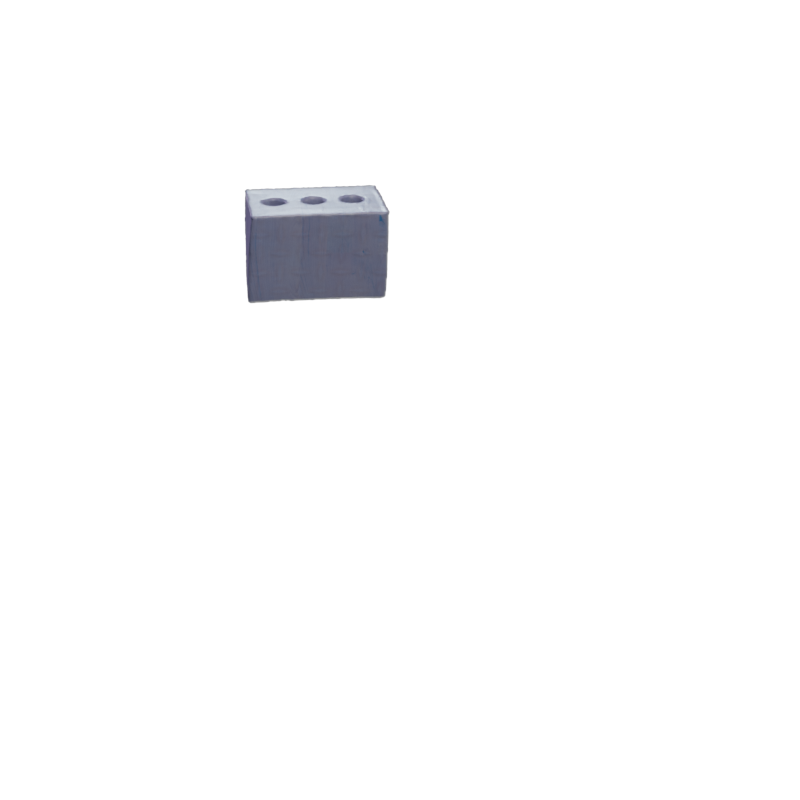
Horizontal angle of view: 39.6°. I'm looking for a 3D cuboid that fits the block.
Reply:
[{"bbox_3d":[-0.049,-0.089,0.627,0.077,0.049,0.056,-3,25,-8],"label":"block"}]
